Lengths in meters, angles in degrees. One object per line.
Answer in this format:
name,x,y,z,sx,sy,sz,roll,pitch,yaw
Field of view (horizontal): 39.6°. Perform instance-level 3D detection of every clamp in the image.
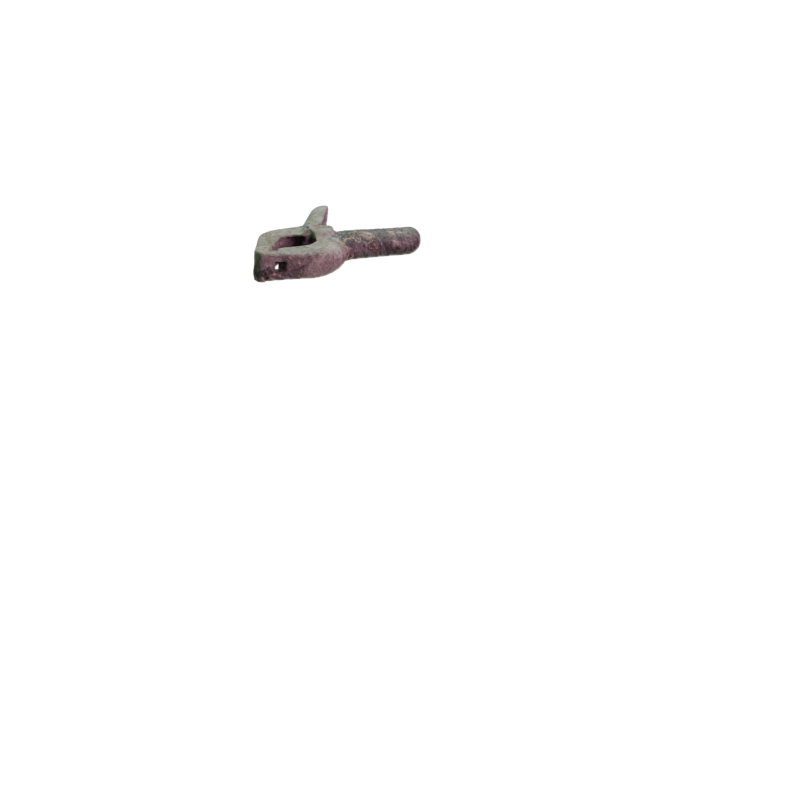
clamp,-0.078,-0.142,0.998,0.127,0.038,0.168,18,26,41
